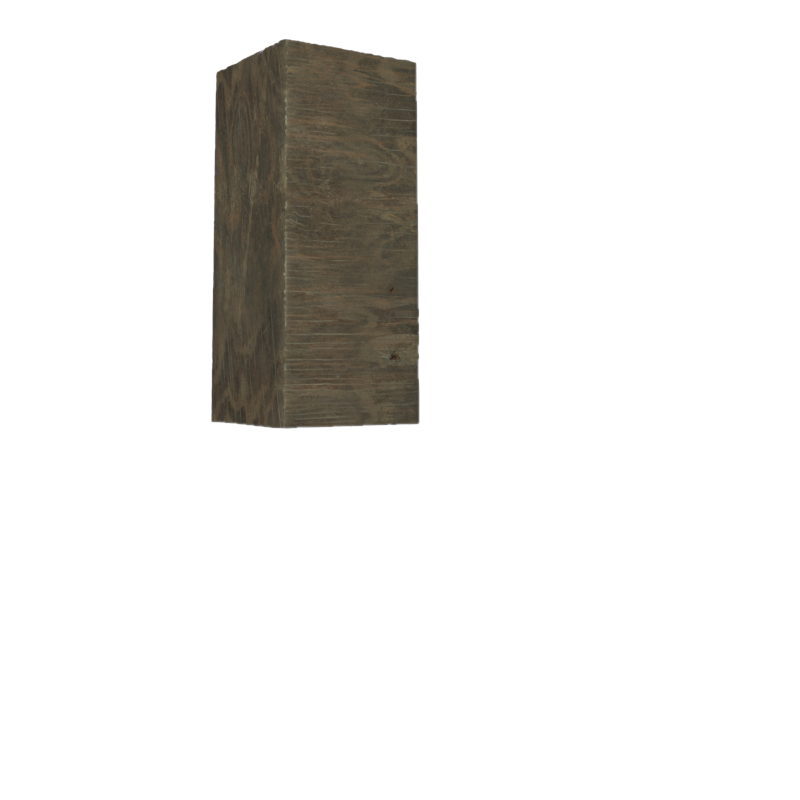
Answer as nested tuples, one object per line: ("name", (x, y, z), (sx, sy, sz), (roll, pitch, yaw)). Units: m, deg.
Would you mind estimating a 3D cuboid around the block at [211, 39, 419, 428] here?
("block", (-0.050, -0.091, 0.639), (0.087, 0.209, 0.092), (3, -6, -33))
